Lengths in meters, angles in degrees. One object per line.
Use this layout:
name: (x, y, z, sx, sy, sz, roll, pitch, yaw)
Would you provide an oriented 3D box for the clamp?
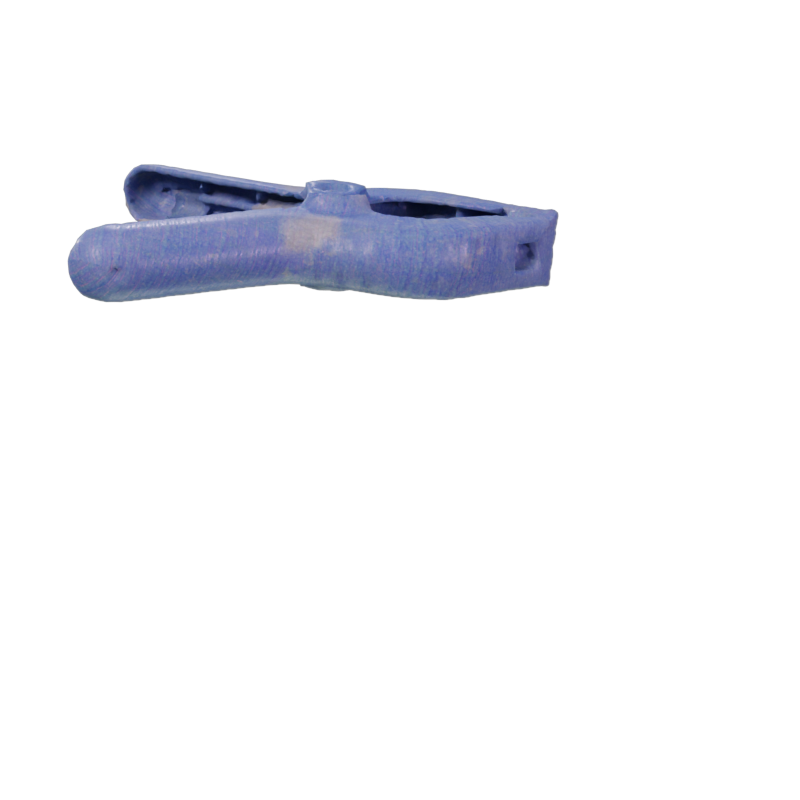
clamp: (-0.031, -0.056, 0.391, 0.173, 0.037, 0.125, 4, 27, 7)
